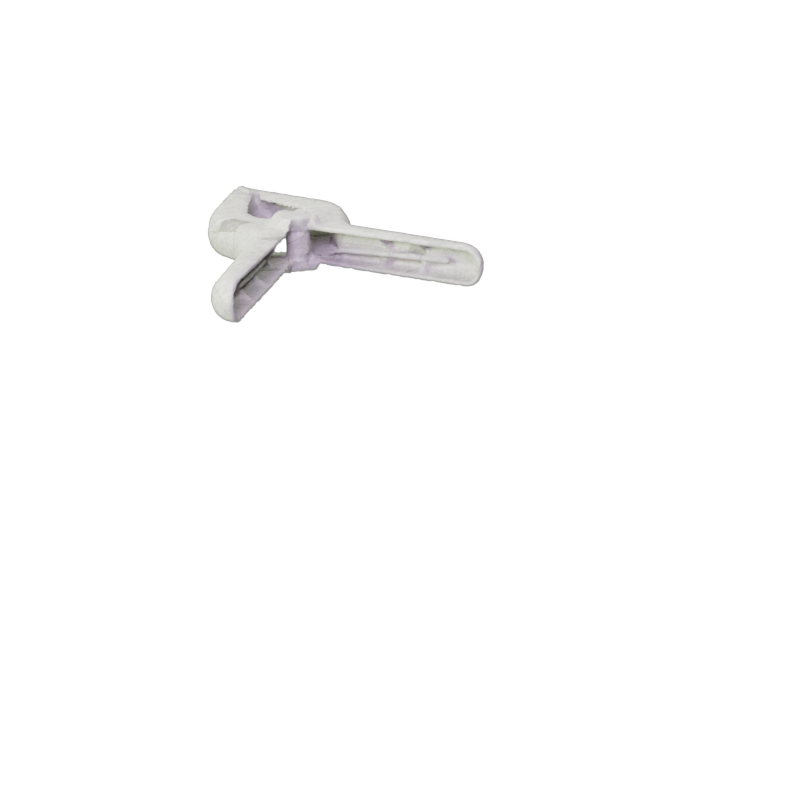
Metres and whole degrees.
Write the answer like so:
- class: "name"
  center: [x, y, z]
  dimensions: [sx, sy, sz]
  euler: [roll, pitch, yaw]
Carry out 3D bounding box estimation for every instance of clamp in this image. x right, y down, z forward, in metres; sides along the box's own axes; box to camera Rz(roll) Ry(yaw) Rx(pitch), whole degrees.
- class: "clamp"
  center: [-0.055, -0.101, 0.705]
  dimensions: [0.162, 0.035, 0.223]
  euler: [-7, 24, -16]
